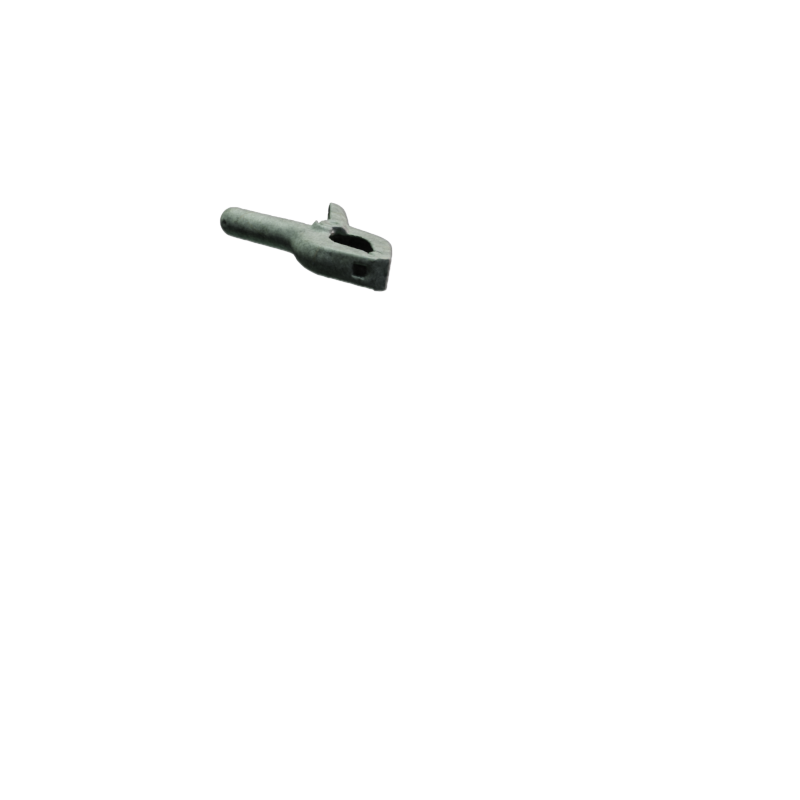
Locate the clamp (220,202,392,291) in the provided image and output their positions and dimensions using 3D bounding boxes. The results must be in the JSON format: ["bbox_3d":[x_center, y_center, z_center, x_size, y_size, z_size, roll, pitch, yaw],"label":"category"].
[{"bbox_3d":[-0.071,-0.129,0.903,0.118,0.037,0.183,-10,25,-23],"label":"clamp"}]
